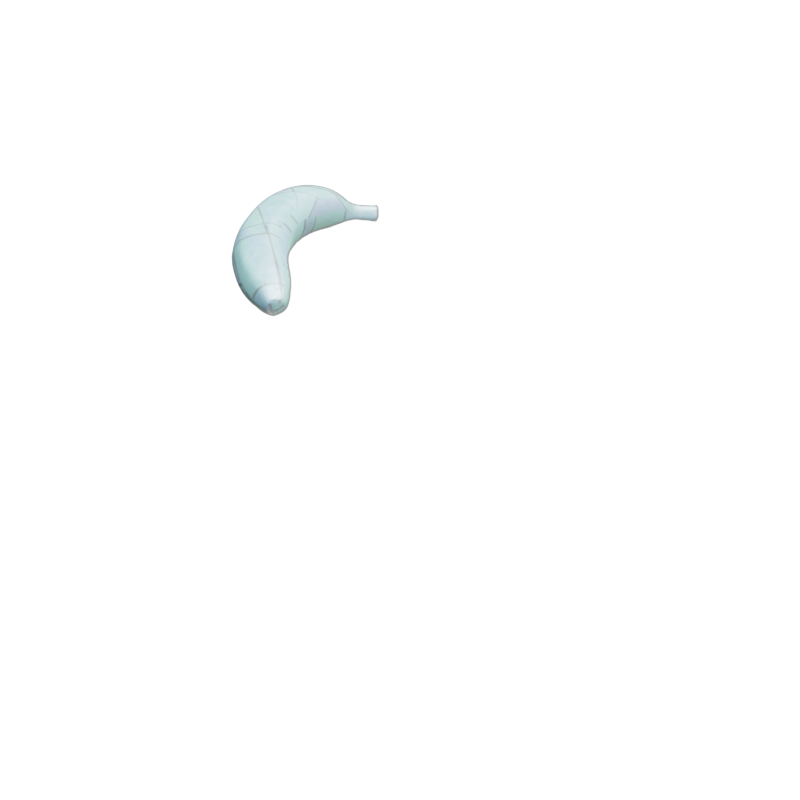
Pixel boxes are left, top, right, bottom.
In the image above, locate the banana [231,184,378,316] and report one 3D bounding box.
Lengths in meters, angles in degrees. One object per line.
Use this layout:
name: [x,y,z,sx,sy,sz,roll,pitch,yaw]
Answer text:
banana: [-0.075,-0.111,0.752,0.071,0.035,0.203,8,30,15]
